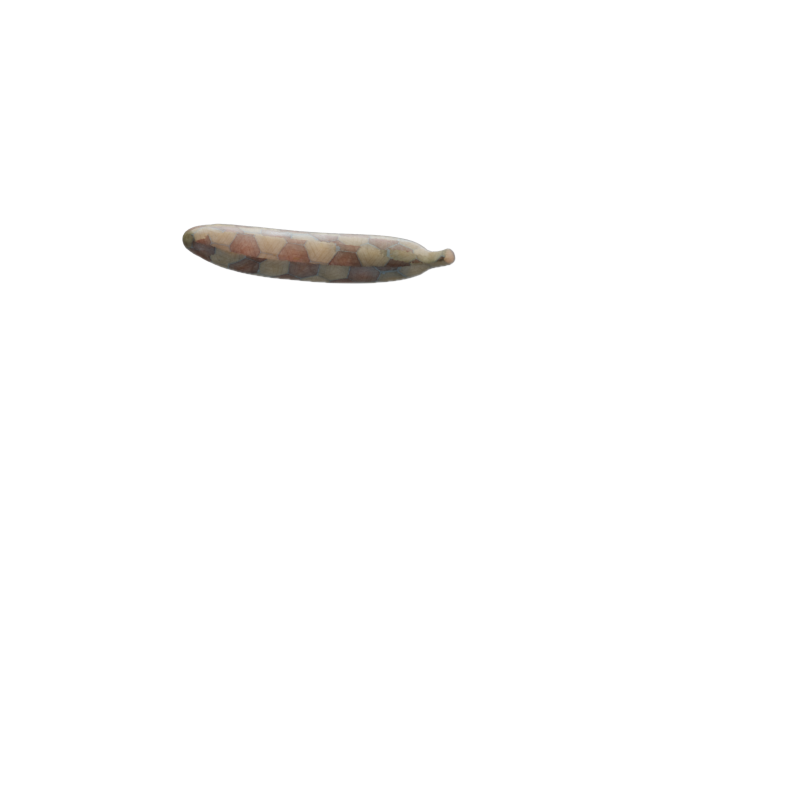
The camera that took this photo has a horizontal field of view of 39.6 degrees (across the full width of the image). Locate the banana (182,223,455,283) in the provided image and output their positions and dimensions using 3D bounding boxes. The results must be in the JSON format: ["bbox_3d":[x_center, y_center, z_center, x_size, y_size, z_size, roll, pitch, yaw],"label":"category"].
[{"bbox_3d":[-0.063,-0.112,0.829,0.196,0.038,0.067,2,-15,-6],"label":"banana"}]
